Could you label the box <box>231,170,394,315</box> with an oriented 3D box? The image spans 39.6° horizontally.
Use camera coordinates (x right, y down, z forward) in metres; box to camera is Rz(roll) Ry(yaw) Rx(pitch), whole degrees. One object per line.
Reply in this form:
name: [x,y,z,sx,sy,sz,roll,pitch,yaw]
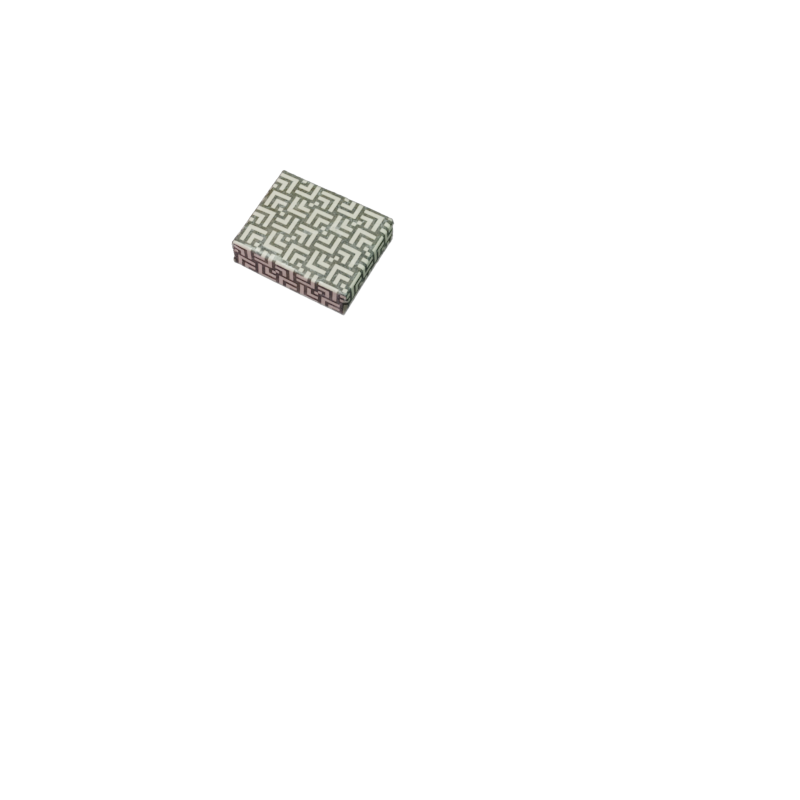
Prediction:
box: [-0.075,-0.136,0.955,0.117,0.093,0.036,24,-30,14]
